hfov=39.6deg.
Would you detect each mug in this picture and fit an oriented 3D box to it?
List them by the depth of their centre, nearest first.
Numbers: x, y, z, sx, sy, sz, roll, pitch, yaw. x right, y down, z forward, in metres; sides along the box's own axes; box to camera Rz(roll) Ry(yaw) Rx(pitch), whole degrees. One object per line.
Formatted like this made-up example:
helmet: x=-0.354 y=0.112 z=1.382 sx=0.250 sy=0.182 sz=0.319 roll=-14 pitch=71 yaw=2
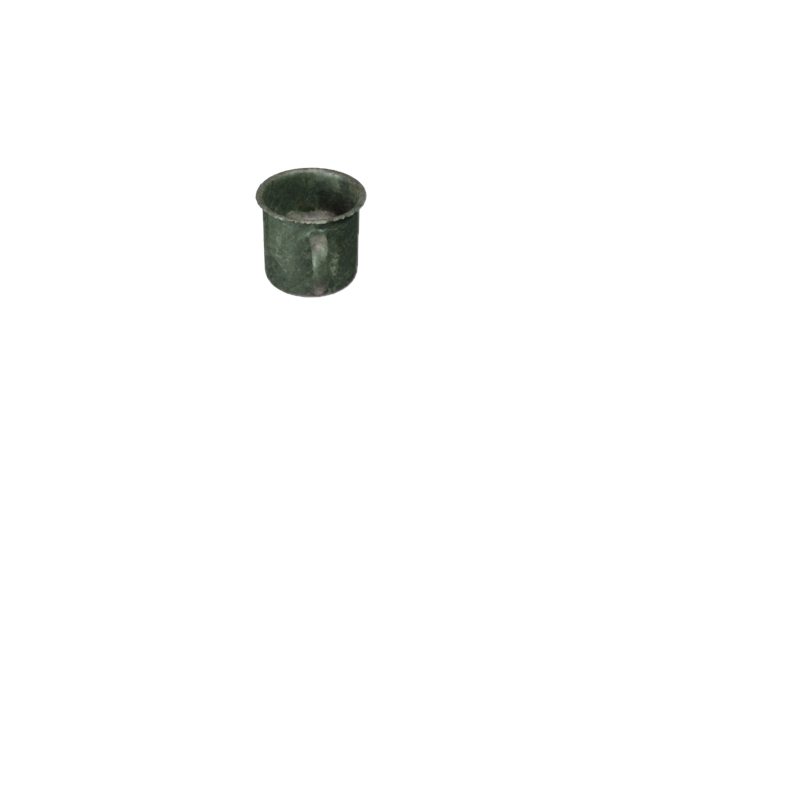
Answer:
mug: x=-0.074 y=-0.134 z=0.939 sx=0.092 sy=0.076 sz=0.126 roll=-6 pitch=37 yaw=-10
